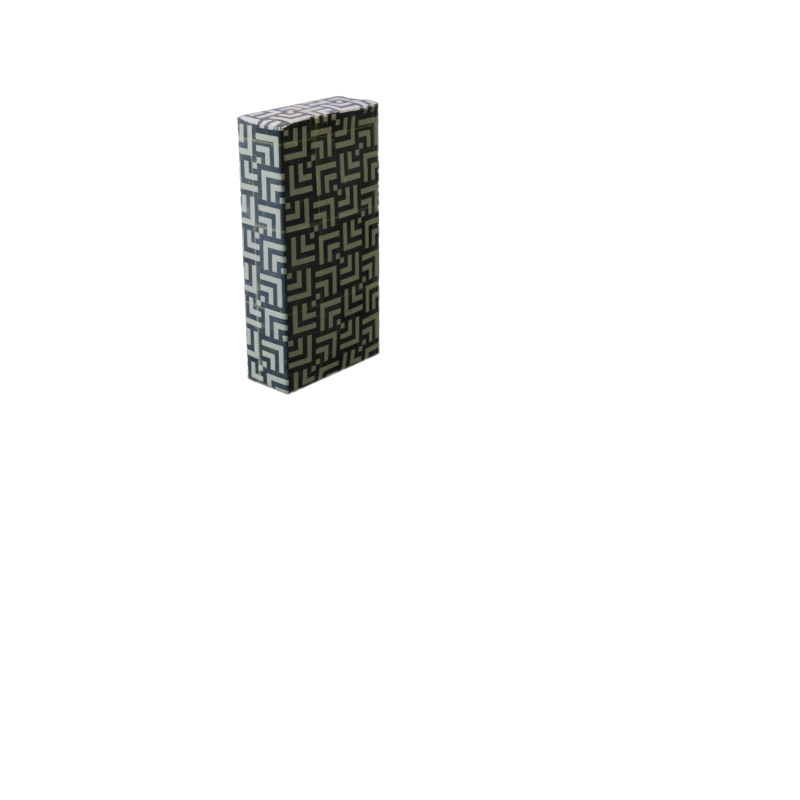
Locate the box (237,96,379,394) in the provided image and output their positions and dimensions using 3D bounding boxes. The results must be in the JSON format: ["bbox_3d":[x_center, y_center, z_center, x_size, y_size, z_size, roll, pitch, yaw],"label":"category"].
[{"bbox_3d":[-0.056,-0.103,0.719,0.051,0.168,0.092,18,28,37],"label":"box"}]
